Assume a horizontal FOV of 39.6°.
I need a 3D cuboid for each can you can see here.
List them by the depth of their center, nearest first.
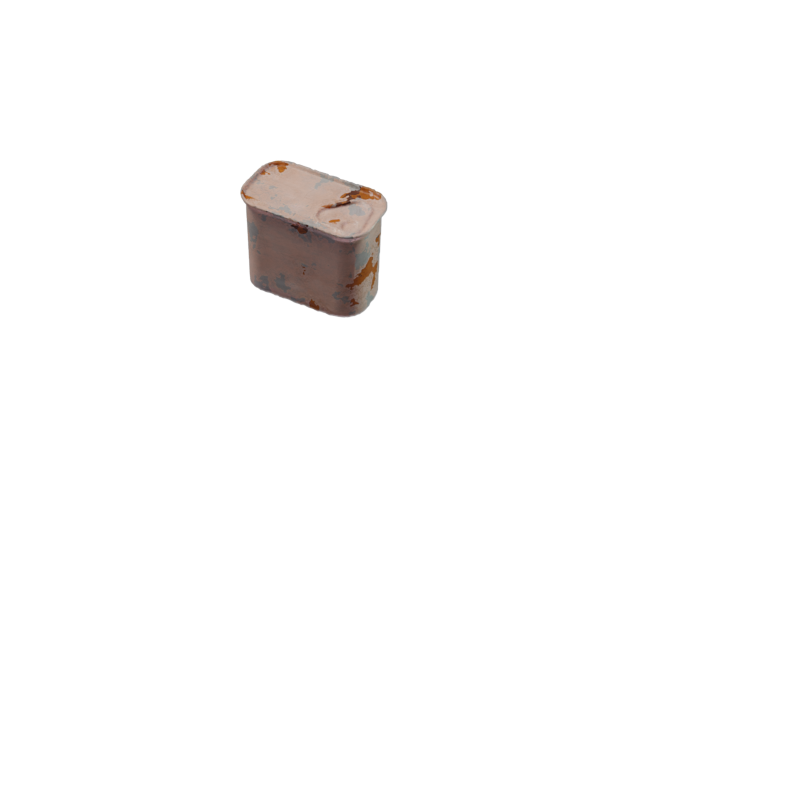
[{"bbox_3d":[-0.063,-0.114,0.802,0.106,0.078,0.059,21,48,19],"label":"can"}]
